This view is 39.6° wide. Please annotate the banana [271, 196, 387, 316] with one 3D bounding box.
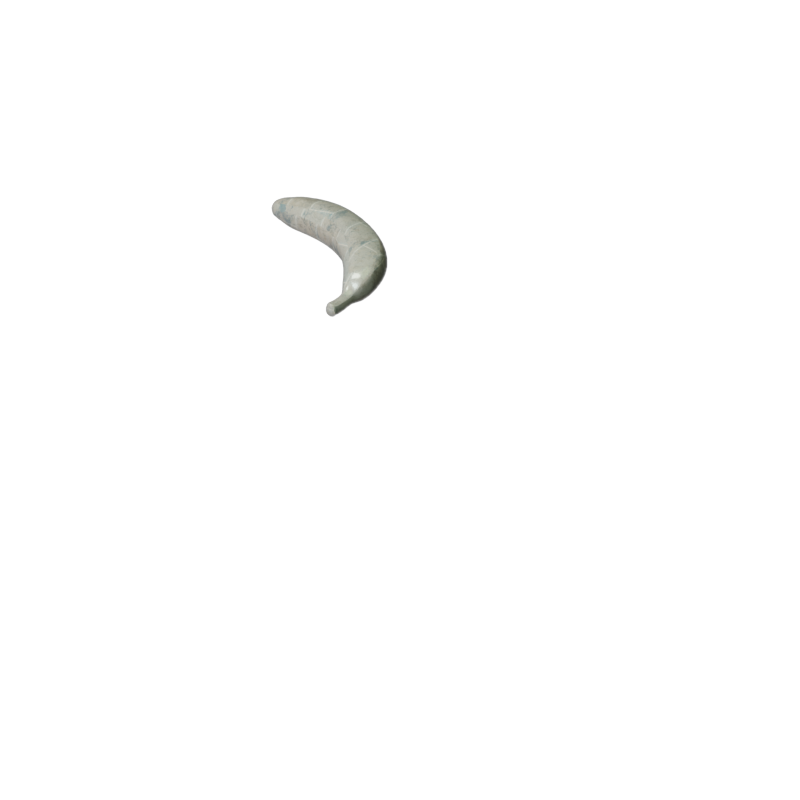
[{"bbox_3d":[-0.055,-0.136,0.948,0.068,0.035,0.213,-9,33,-15],"label":"banana"}]
